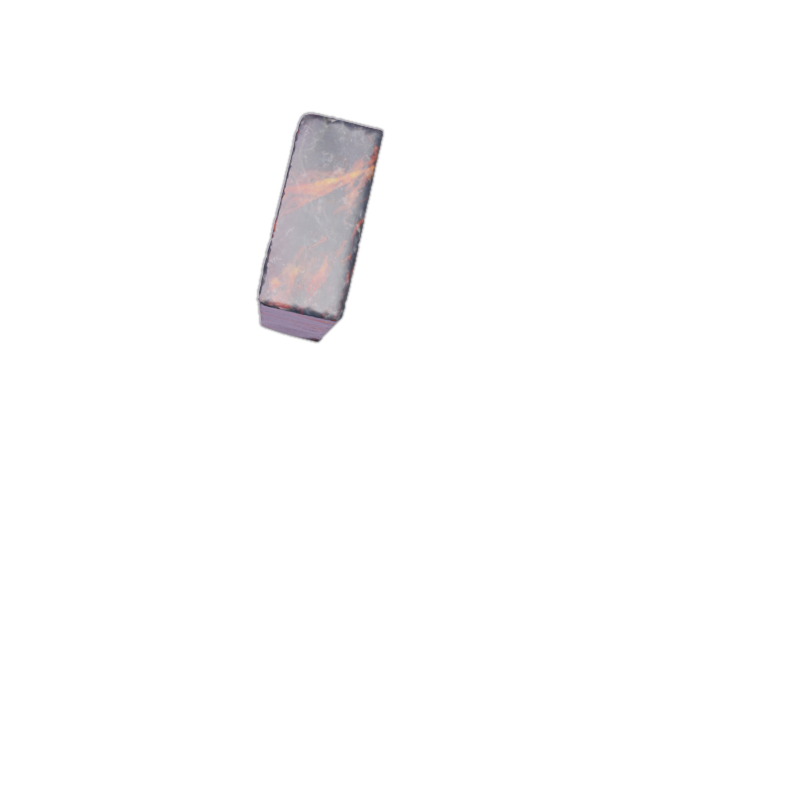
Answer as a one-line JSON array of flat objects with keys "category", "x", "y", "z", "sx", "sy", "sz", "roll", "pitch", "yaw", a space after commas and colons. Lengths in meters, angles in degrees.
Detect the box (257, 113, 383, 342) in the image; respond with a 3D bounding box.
[{"category": "box", "x": -0.046, "y": -0.084, "z": 0.584, "sx": 0.048, "sy": 0.095, "sz": 0.174, "roll": 13, "pitch": -4, "yaw": -4}]
